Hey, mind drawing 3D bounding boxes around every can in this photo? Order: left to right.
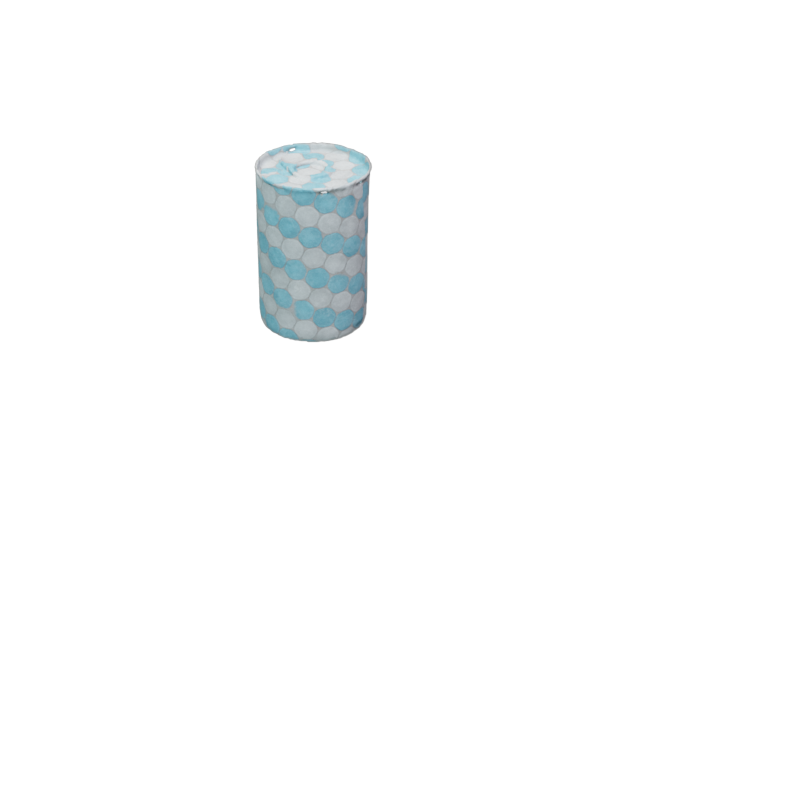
[{"bbox_3d":[-0.052,-0.095,0.665,0.068,0.096,0.073,0,31,-3],"label":"can"}]
